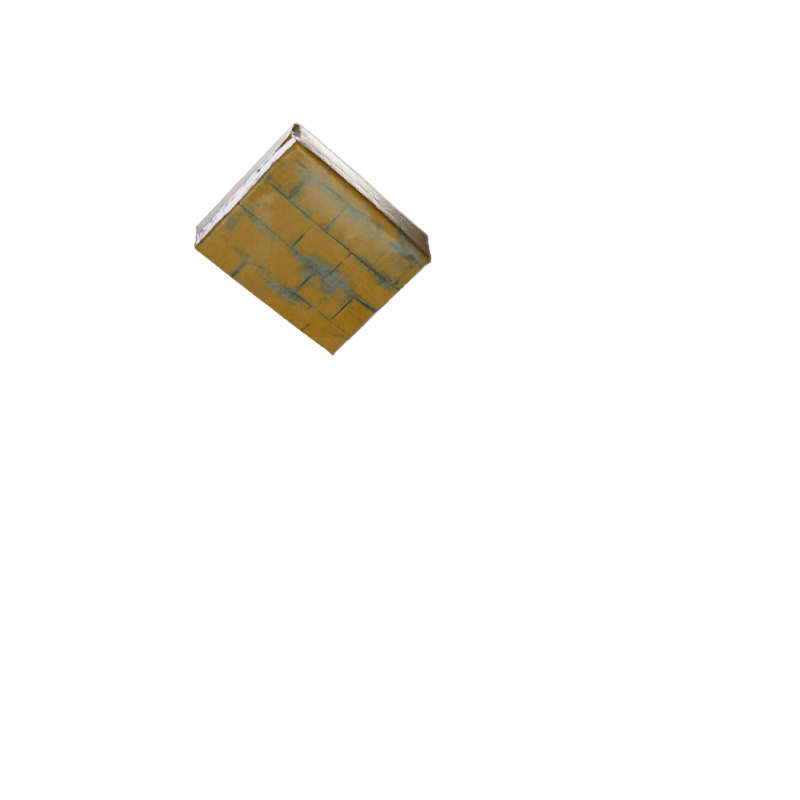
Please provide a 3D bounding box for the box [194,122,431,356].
[{"bbox_3d":[-0.051,-0.093,0.653,0.109,0.089,0.041,40,19,-18],"label":"box"}]
